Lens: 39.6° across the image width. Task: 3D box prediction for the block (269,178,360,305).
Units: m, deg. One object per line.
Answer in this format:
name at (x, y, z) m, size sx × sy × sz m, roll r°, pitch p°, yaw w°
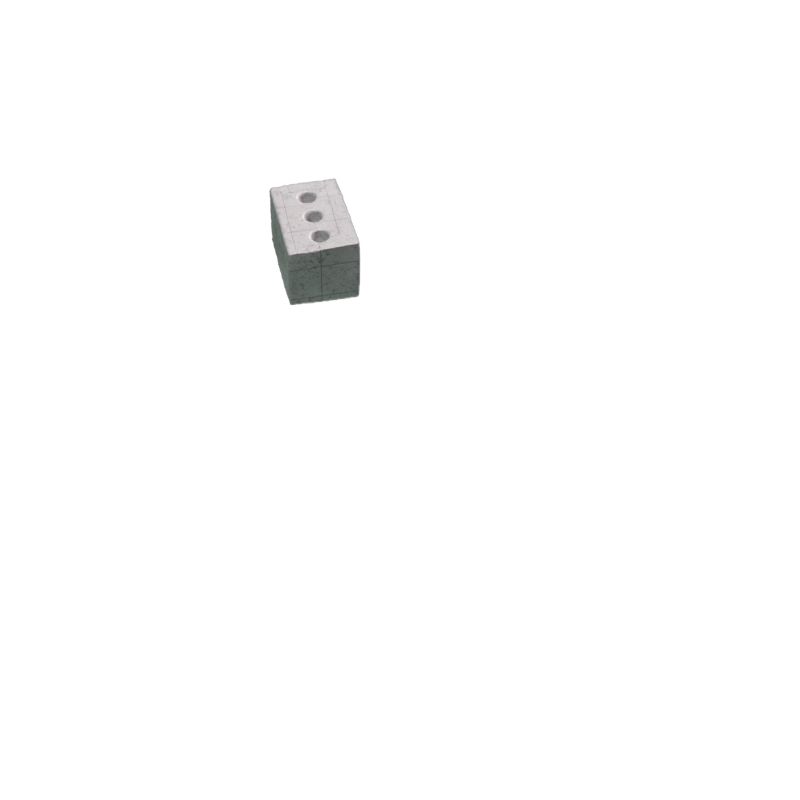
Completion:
block at (-0.064, -0.116, 0.811) m, size 0.052 × 0.048 × 0.084 m, roll -10°, pitch 47°, yaw -11°
